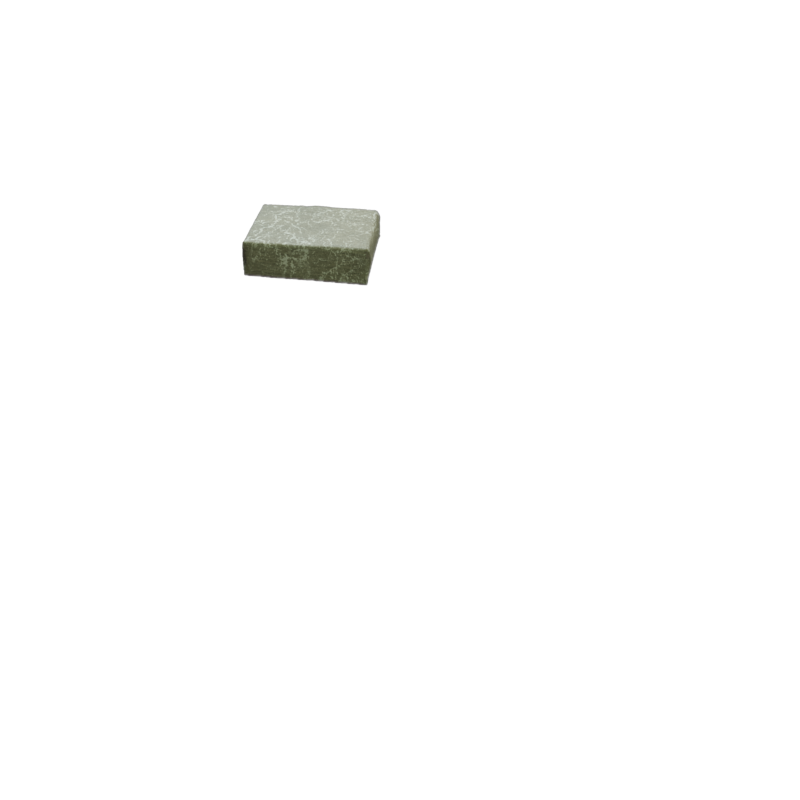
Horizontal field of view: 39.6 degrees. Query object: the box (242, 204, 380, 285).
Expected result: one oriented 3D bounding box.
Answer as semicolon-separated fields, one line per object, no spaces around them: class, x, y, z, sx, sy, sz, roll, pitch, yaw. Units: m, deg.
box;-0.062;-0.112;0.788;0.090;0.028;0.077;4;29;6
